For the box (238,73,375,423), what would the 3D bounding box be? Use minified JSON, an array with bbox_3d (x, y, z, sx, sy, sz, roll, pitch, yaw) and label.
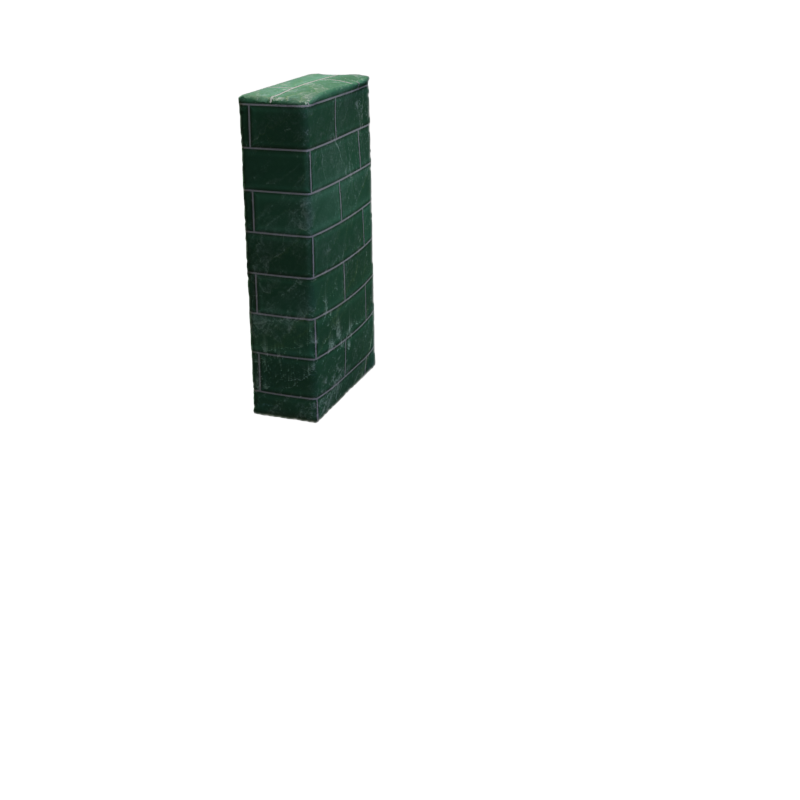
[{"bbox_3d":[-0.048,-0.088,0.616,0.049,0.169,0.094,8,20,18],"label":"box"}]
